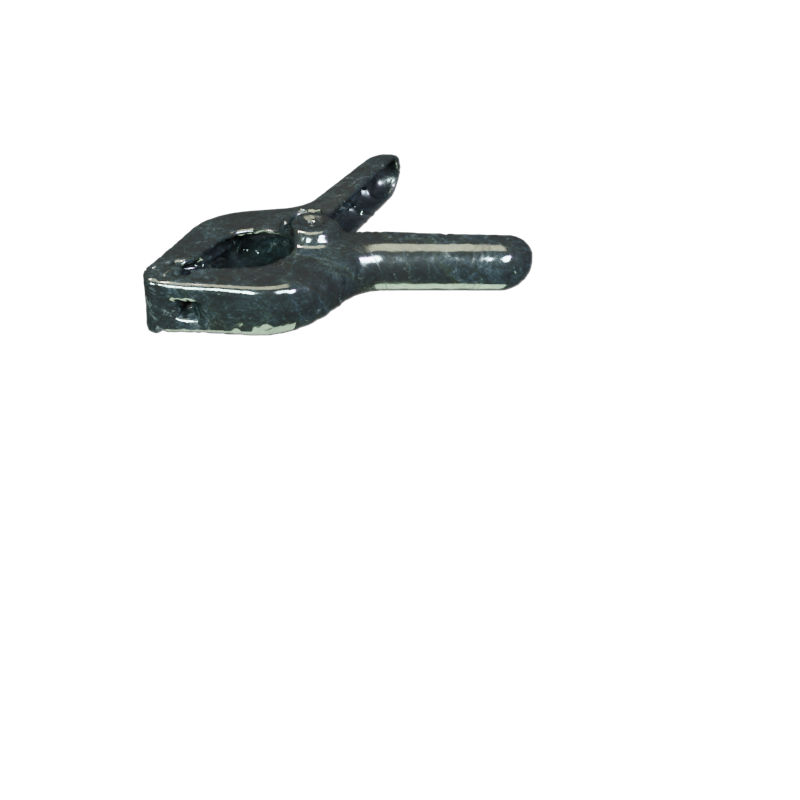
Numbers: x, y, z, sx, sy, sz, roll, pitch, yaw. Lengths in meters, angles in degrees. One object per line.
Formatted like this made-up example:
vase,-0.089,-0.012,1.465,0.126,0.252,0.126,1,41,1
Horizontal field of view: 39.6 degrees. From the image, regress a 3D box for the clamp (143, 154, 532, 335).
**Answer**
clamp,-0.040,-0.073,0.513,0.168,0.037,0.129,-12,31,-20
